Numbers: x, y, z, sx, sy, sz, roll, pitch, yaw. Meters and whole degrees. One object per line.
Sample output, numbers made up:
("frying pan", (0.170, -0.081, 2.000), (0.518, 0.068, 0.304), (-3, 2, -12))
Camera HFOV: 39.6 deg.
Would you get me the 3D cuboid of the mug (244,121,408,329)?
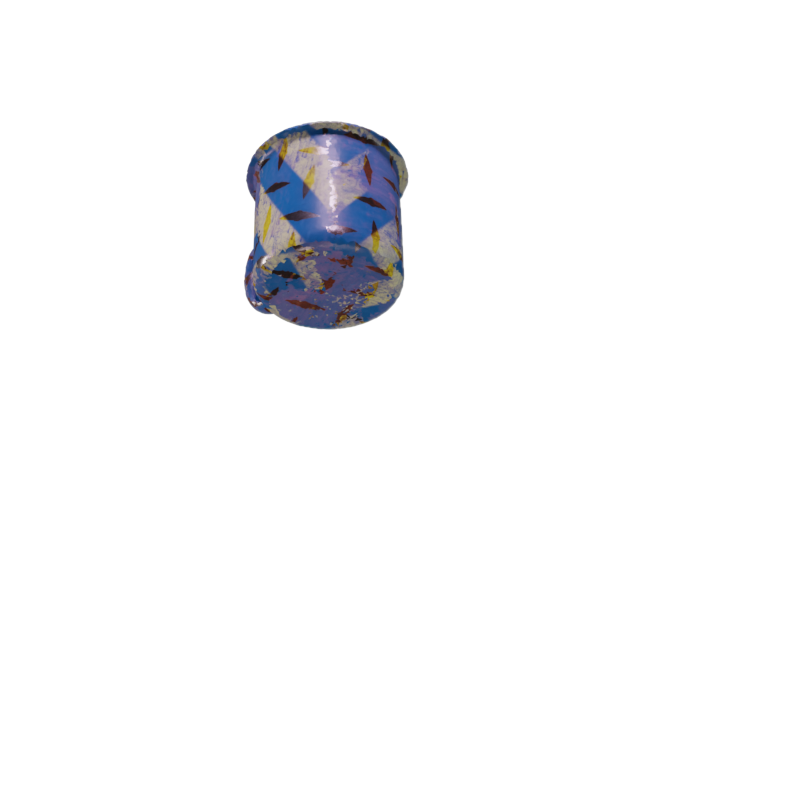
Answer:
("mug", (-0.049, -0.089, 0.621), (0.087, 0.087, 0.116), (29, -45, -36))
